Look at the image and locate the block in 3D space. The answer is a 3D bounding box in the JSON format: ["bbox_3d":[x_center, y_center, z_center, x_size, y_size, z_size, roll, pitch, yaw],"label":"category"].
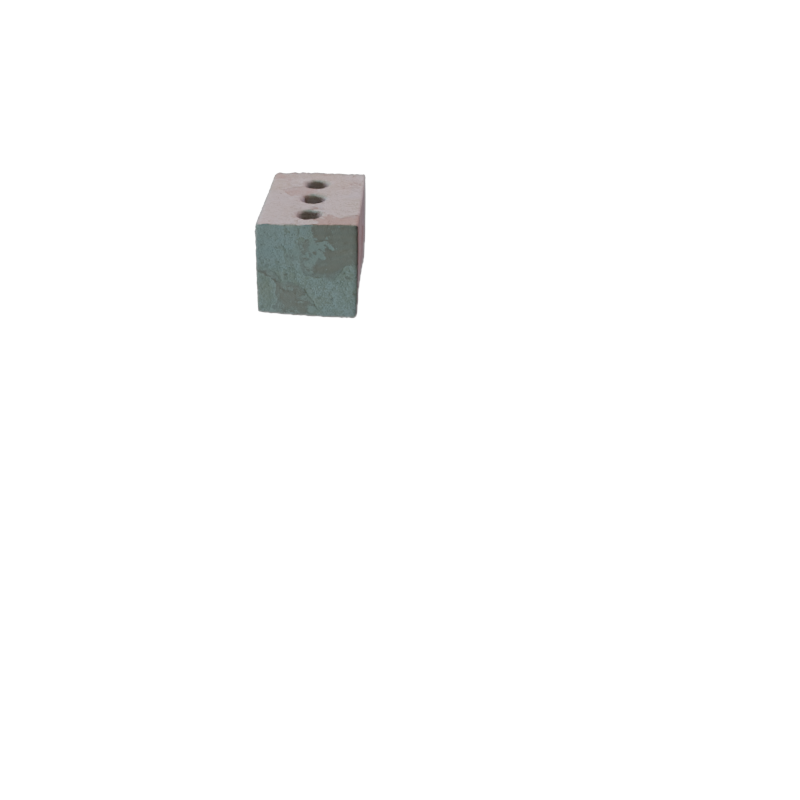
[{"bbox_3d":[-0.046,-0.085,0.592,0.053,0.048,0.082,2,28,1],"label":"block"}]
